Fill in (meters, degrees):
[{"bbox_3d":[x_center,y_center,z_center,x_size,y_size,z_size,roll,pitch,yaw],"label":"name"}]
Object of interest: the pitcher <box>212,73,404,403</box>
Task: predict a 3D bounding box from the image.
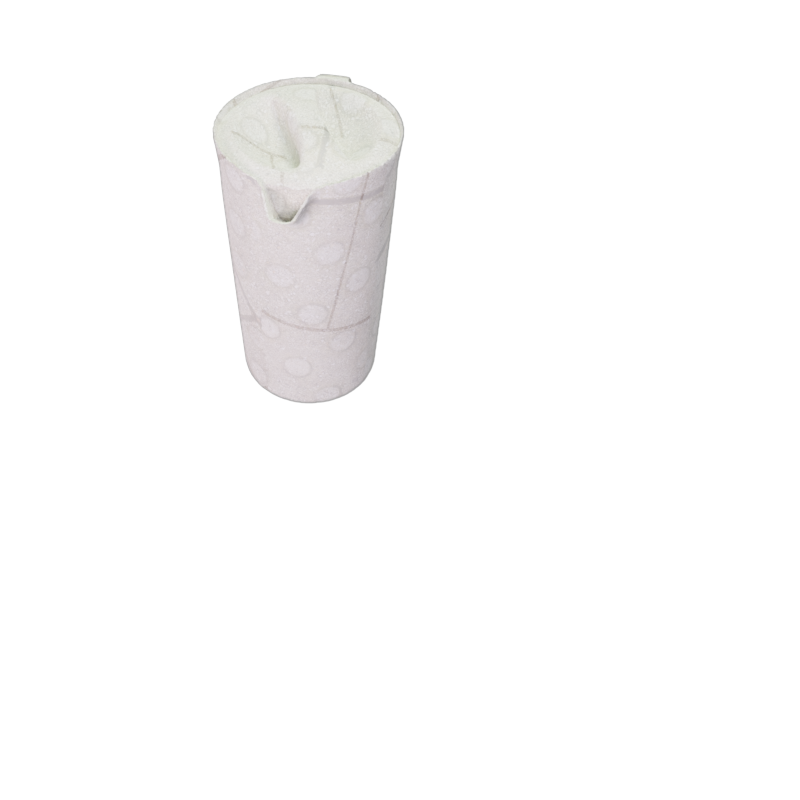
[{"bbox_3d":[-0.067,-0.122,0.854,0.148,0.226,0.156,-25,51,-26],"label":"pitcher"}]
